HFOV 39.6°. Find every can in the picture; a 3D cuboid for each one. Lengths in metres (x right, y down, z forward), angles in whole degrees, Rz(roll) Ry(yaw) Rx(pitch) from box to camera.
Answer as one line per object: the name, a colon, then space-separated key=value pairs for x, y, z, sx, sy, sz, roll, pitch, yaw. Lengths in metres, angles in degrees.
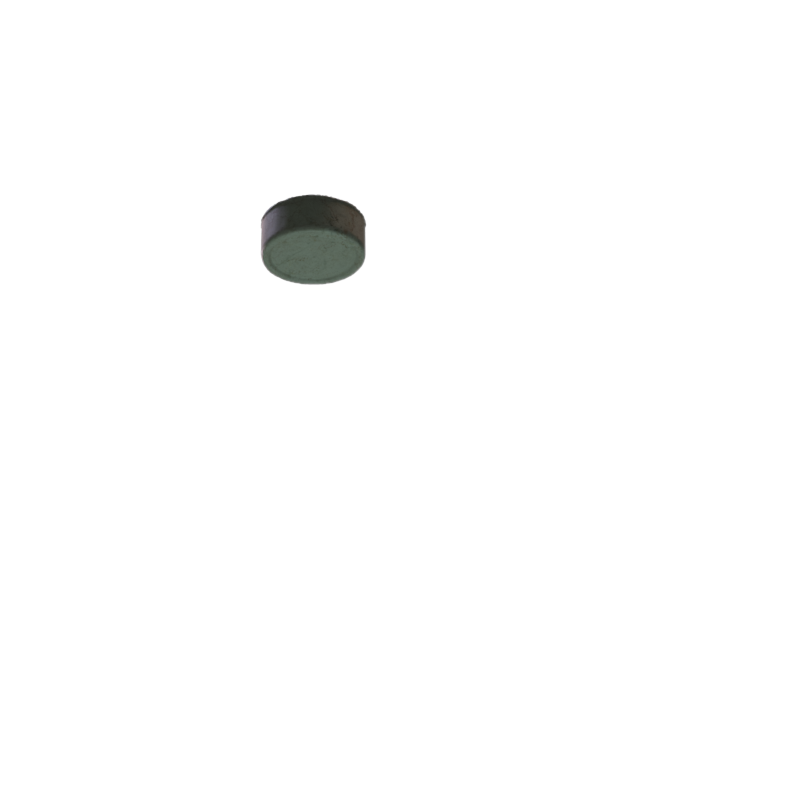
can: x=-0.070 y=-0.128 z=0.895 sx=0.086 sy=0.036 sz=0.081 roll=1 pitch=-28 yaw=-2
